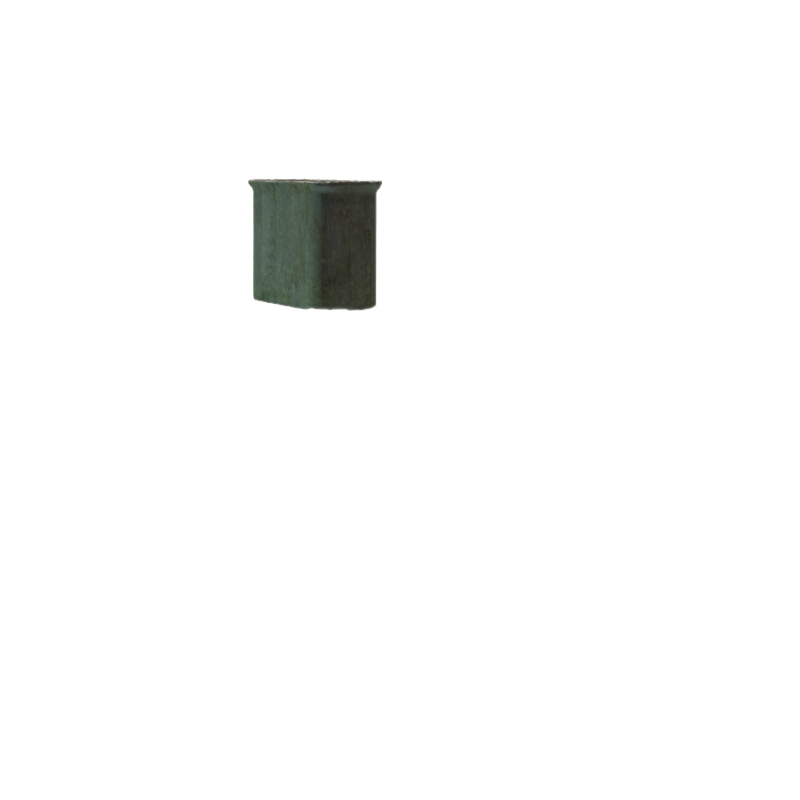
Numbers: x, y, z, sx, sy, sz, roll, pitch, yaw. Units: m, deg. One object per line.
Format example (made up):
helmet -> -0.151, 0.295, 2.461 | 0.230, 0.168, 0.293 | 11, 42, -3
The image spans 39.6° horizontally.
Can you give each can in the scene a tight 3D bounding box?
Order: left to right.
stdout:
can -> -0.059, -0.107, 0.749 | 0.056, 0.083, 0.107 | -5, 11, -37
